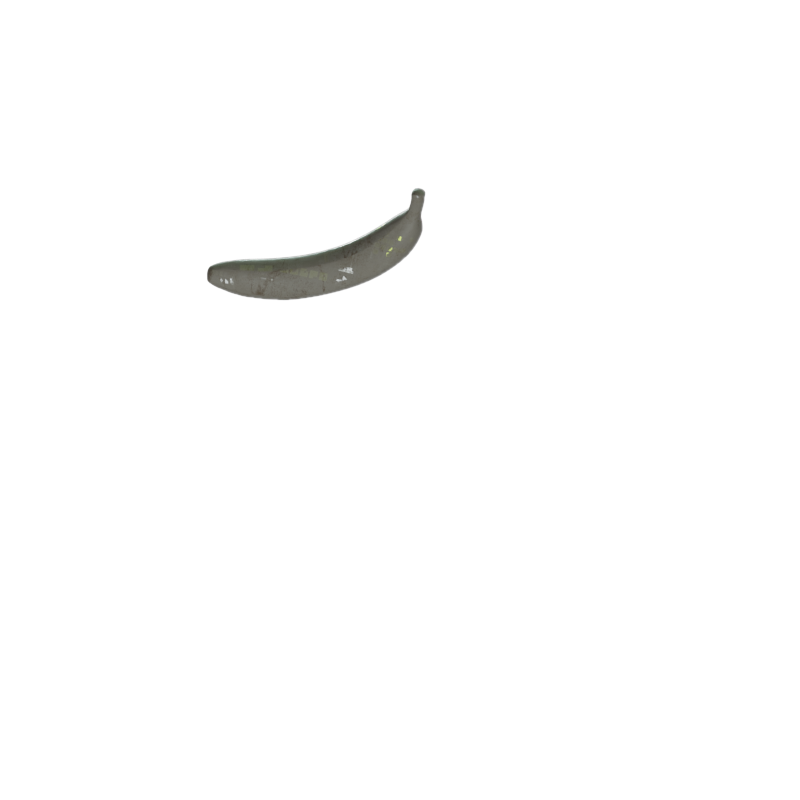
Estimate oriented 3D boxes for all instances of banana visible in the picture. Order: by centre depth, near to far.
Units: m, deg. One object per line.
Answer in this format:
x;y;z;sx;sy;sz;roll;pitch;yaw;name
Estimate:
-0.061;-0.119;0.928;0.198;0.065;0.039;-20;31;12;banana
